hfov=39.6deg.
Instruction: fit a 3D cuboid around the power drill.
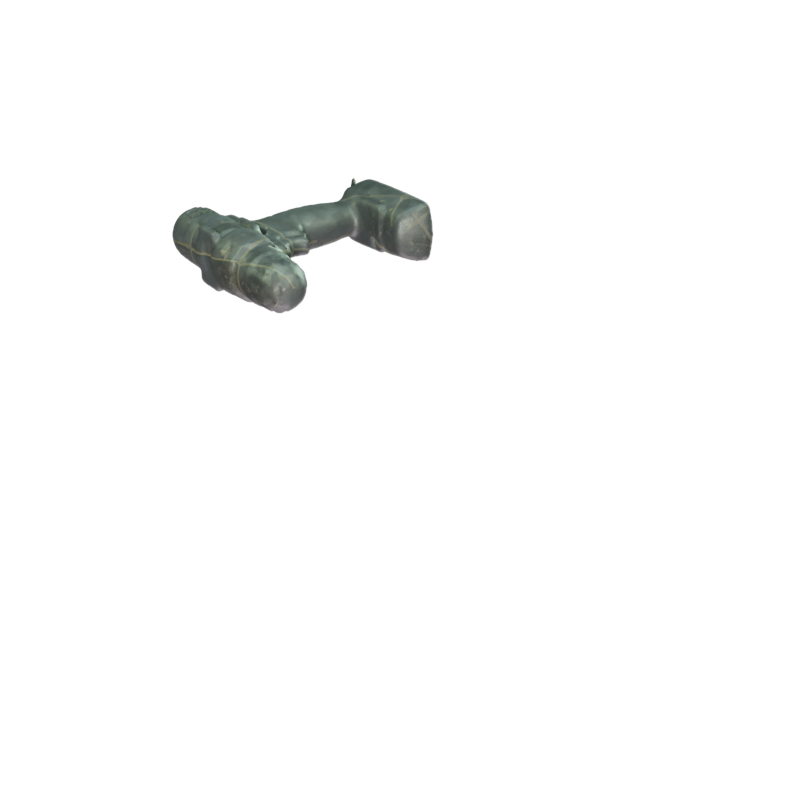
[{"bbox_3d":[-0.070,-0.128,0.894,0.184,0.055,0.197,-15,29,-28],"label":"power drill"}]
